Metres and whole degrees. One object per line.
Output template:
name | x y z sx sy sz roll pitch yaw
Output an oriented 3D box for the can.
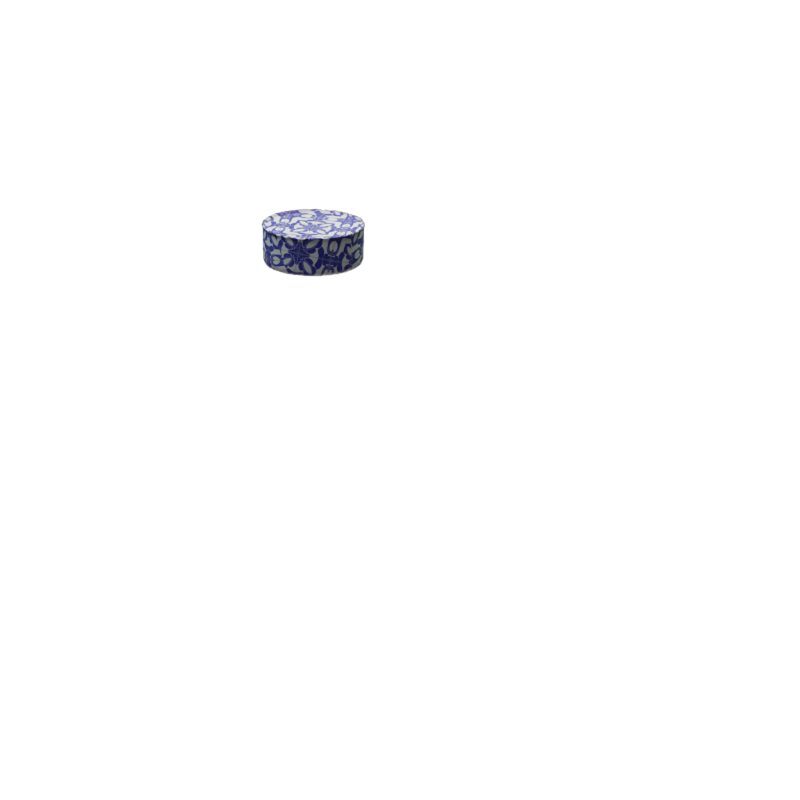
can | -0.072 -0.132 0.924 0.086 0.032 0.090 -1 24 -2
